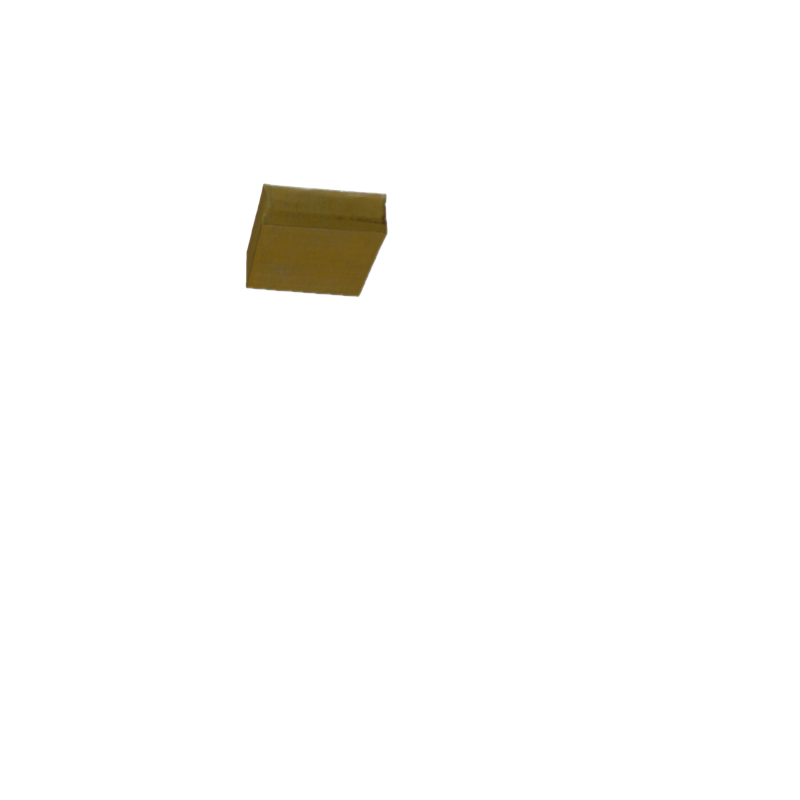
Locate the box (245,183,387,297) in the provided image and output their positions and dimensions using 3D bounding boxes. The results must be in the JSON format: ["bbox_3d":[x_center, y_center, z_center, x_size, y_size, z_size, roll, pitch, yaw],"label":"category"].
[{"bbox_3d":[-0.052,-0.095,0.662,0.072,0.032,0.086,4,-23,-10],"label":"box"}]
